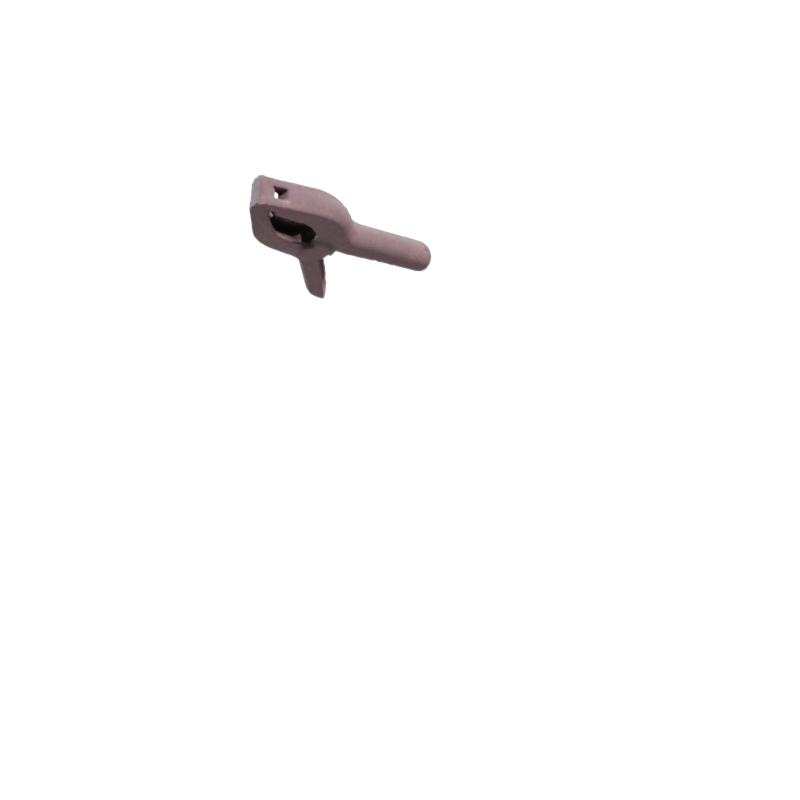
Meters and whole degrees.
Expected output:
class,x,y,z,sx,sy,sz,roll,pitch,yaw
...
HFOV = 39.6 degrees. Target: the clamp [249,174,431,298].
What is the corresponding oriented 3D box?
class,x,y,z,sx,sy,sz,roll,pitch,yaw
clamp,-0.071,-0.129,0.904,0.120,0.042,0.160,-25,-38,37
